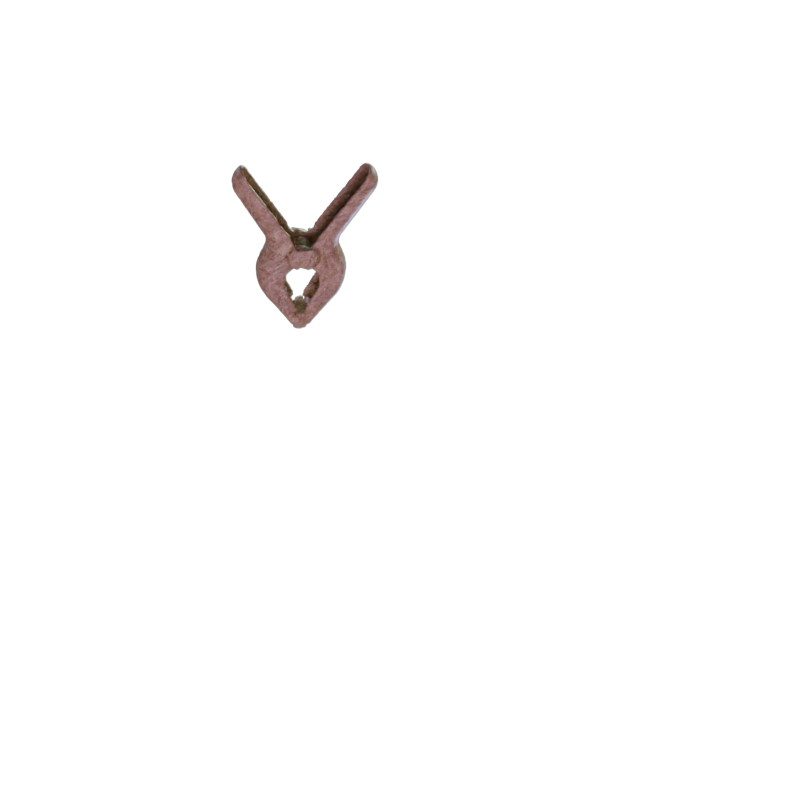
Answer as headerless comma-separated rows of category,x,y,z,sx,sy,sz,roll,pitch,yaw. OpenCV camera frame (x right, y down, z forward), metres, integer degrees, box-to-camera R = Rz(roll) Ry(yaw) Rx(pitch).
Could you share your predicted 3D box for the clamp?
clamp,-0.075,-0.137,0.957,0.120,0.159,0.042,-3,43,3
